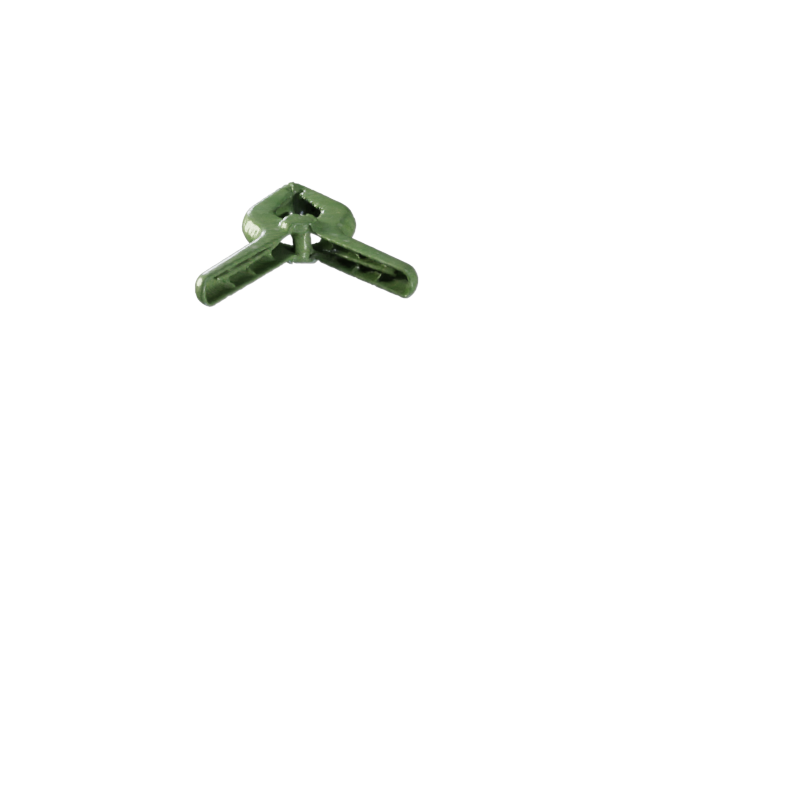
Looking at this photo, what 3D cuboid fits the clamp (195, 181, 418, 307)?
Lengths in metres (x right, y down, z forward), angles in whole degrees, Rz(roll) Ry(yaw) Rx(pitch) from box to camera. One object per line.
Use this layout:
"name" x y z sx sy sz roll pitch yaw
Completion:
"clamp" -0.070 -0.128 0.897 0.165 0.034 0.221 0 29 1
